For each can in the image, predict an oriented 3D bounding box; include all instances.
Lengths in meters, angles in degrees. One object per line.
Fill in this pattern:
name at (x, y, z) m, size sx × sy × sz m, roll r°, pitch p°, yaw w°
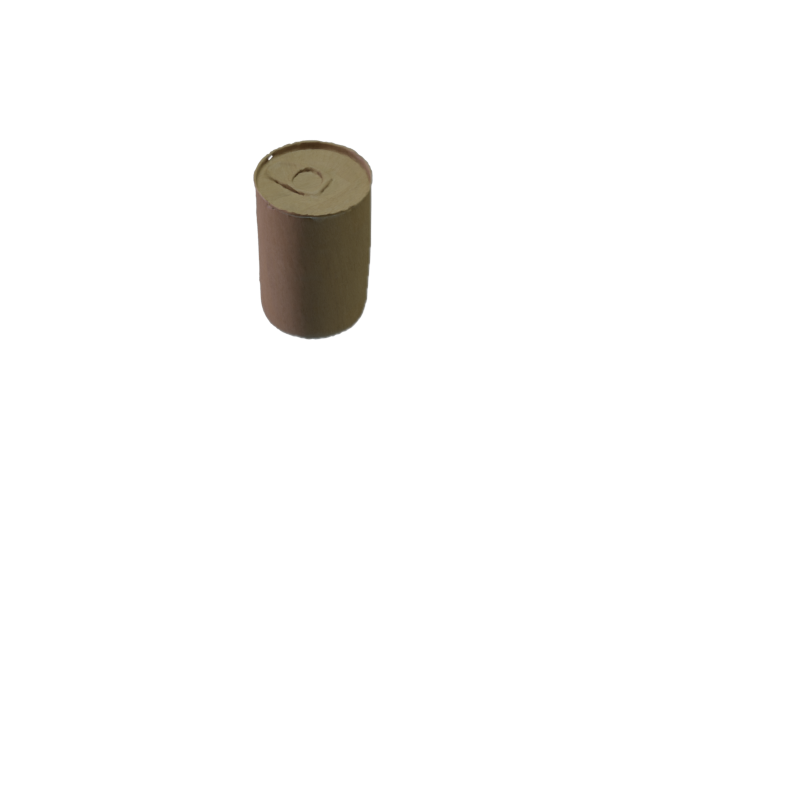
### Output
can at (-0.052, -0.094, 0.662) m, size 0.068 × 0.074 × 0.095 m, roll 0°, pitch -44°, yaw -3°
